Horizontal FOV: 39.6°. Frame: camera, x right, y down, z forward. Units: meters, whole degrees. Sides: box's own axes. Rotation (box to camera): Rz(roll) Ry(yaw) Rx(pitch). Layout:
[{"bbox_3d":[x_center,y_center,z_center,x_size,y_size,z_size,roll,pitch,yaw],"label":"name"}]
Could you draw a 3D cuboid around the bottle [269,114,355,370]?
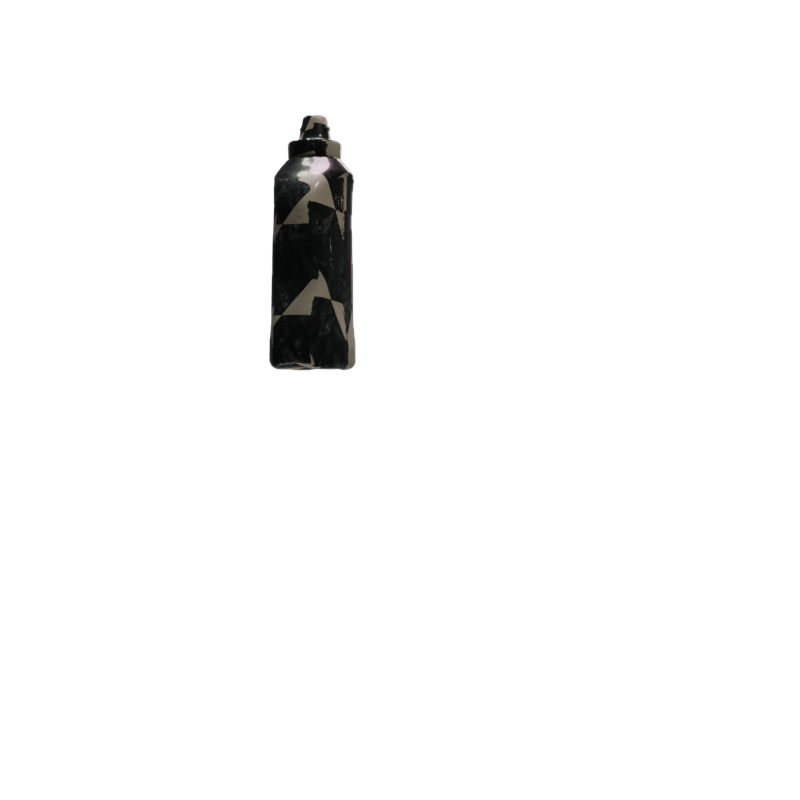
[{"bbox_3d":[-0.065,-0.119,0.834,0.060,0.195,0.092,-3,-6,18],"label":"bottle"}]
